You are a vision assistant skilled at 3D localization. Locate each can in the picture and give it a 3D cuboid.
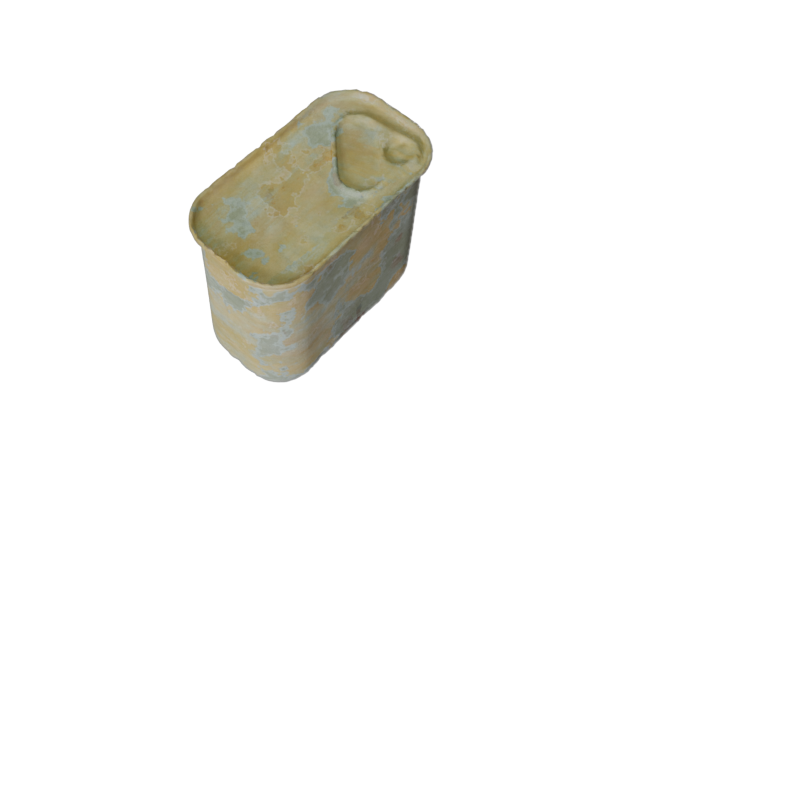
[{"bbox_3d":[-0.036,-0.067,0.466,0.060,0.103,0.079,37,-25,17],"label":"can"}]
